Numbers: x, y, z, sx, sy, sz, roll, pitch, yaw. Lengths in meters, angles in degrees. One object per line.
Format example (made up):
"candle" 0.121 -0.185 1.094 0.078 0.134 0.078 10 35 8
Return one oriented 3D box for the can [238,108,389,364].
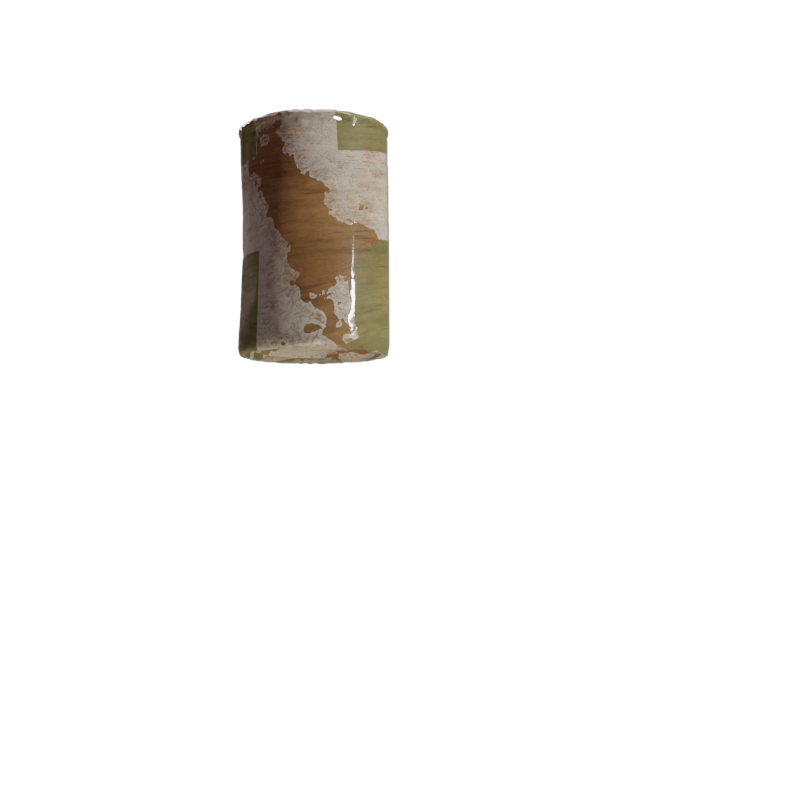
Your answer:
"can" -0.039 -0.070 0.492 0.068 0.105 0.067 0 -10 -2
